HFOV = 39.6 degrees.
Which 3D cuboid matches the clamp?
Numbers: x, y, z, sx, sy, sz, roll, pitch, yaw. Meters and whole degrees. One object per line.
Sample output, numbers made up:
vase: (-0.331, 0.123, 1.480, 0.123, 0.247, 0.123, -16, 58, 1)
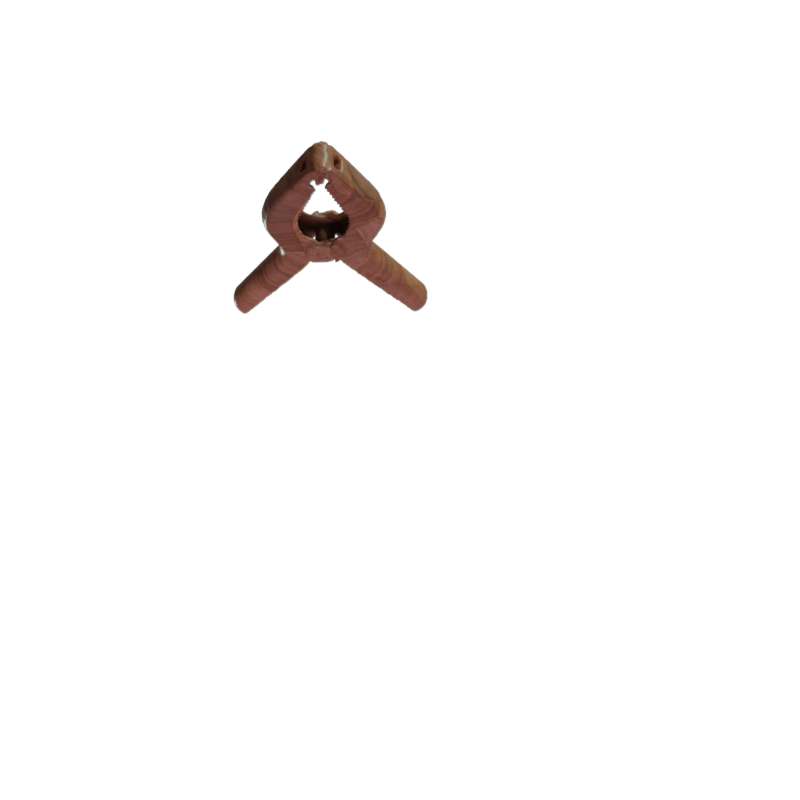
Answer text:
clamp: (-0.069, -0.126, 0.879, 0.166, 0.039, 0.195, -4, -30, 7)
